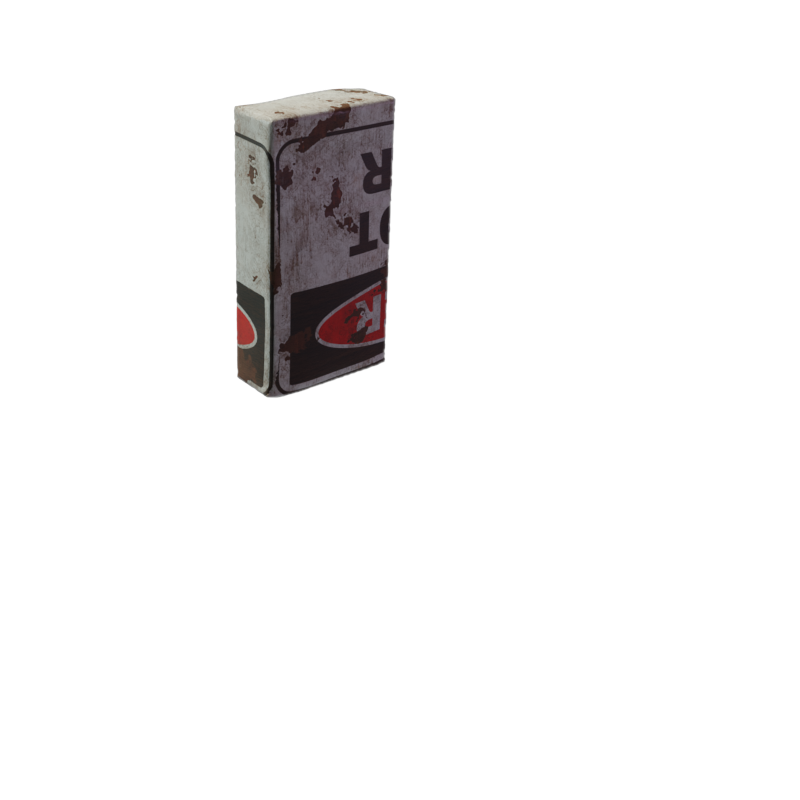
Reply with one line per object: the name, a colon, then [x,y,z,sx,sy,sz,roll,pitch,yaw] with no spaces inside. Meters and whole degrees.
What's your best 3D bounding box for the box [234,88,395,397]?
box: [-0.053,-0.096,0.672,0.092,0.168,0.051,-16,27,-37]
